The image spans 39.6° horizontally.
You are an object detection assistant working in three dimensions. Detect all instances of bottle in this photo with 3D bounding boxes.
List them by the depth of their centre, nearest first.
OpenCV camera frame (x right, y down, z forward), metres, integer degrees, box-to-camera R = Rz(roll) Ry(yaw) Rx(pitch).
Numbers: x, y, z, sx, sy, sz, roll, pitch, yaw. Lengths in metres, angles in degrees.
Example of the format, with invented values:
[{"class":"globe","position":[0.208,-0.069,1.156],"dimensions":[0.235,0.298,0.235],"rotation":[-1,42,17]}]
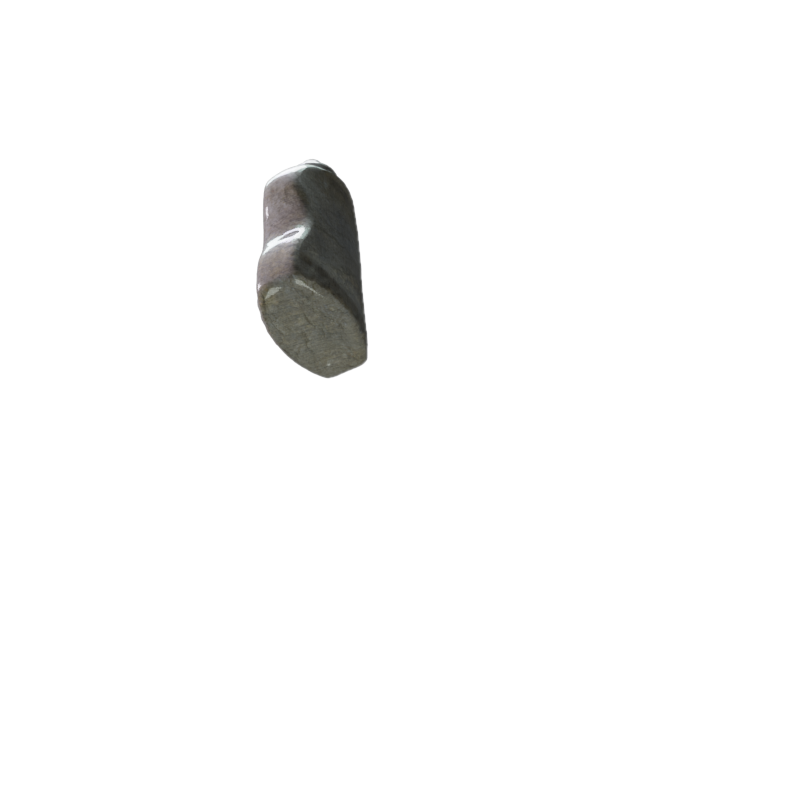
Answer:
[{"class":"bottle","position":[-0.062,-0.113,0.792],"dimensions":[0.058,0.206,0.089],"rotation":[-26,-51,19]}]
